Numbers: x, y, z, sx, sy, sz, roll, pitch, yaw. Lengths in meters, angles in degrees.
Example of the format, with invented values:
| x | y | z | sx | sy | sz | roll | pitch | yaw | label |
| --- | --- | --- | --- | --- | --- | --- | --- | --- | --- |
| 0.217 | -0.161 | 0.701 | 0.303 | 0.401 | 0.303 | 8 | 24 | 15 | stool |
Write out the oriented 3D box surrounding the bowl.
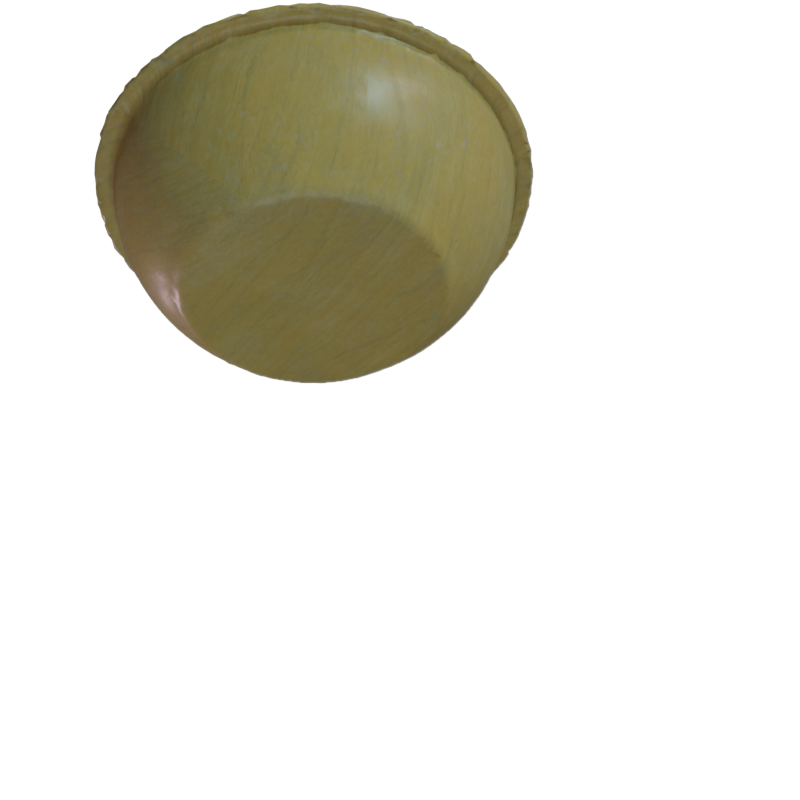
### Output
| x | y | z | sx | sy | sz | roll | pitch | yaw | label |
| --- | --- | --- | --- | --- | --- | --- | --- | --- | --- |
| -0.031 | -0.056 | 0.392 | 0.162 | 0.059 | 0.151 | 1 | -44 | -1 | bowl |
